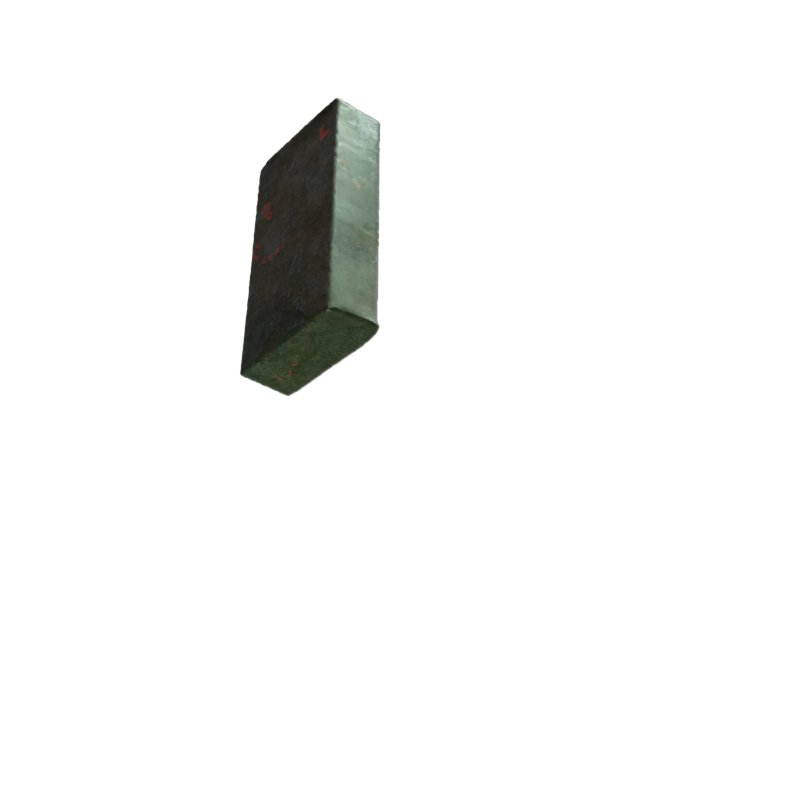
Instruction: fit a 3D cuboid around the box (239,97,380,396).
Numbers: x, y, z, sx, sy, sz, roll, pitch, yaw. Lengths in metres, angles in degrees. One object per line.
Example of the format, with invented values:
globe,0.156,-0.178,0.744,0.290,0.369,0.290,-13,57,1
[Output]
box,-0.056,-0.102,0.713,0.045,0.189,0.092,25,-44,-33
